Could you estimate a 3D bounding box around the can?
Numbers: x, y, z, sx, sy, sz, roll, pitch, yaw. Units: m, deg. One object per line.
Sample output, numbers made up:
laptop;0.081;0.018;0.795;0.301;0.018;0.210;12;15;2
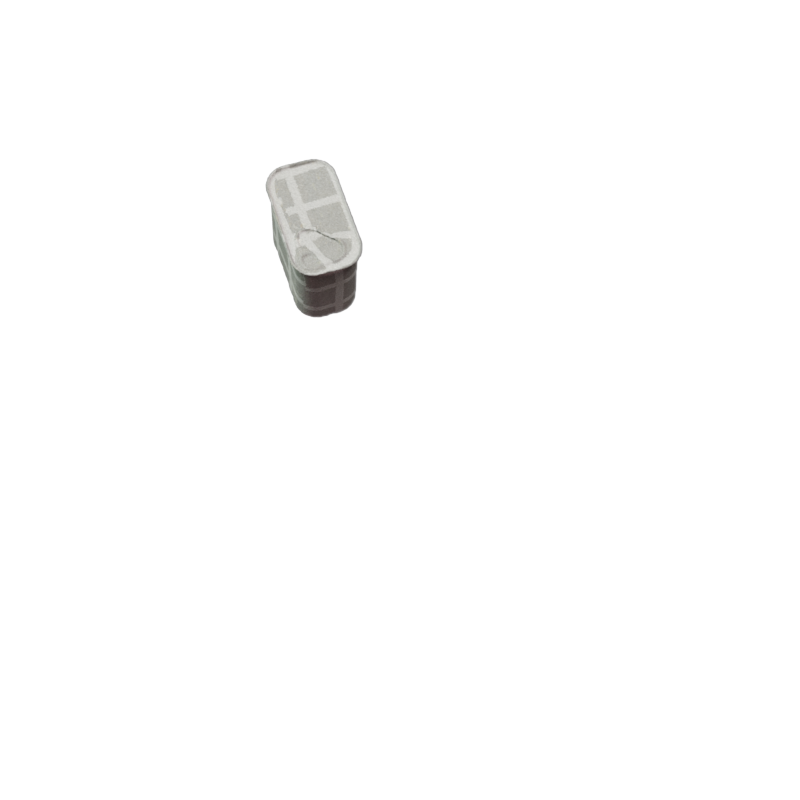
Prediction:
can;-0.070;-0.127;0.890;0.057;0.109;0.079;-15;-25;-10
